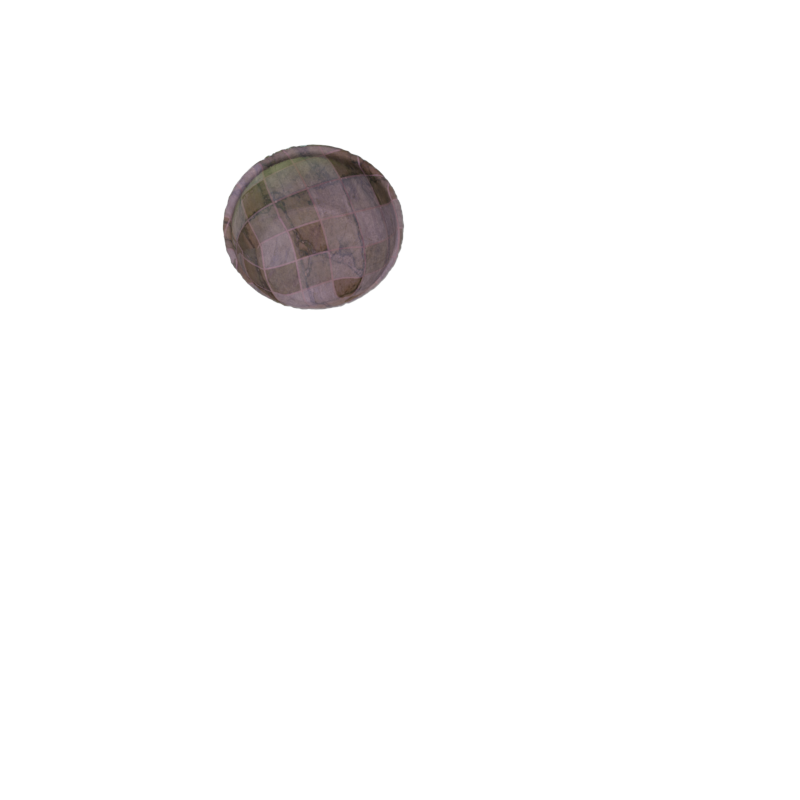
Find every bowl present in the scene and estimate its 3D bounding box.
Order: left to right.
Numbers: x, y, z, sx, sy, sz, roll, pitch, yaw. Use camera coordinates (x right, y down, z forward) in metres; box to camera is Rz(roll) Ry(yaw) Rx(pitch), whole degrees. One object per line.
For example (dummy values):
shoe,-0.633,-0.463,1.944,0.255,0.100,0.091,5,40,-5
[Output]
bowl,-0.076,-0.138,0.965,0.162,0.153,0.058,1,27,-1
